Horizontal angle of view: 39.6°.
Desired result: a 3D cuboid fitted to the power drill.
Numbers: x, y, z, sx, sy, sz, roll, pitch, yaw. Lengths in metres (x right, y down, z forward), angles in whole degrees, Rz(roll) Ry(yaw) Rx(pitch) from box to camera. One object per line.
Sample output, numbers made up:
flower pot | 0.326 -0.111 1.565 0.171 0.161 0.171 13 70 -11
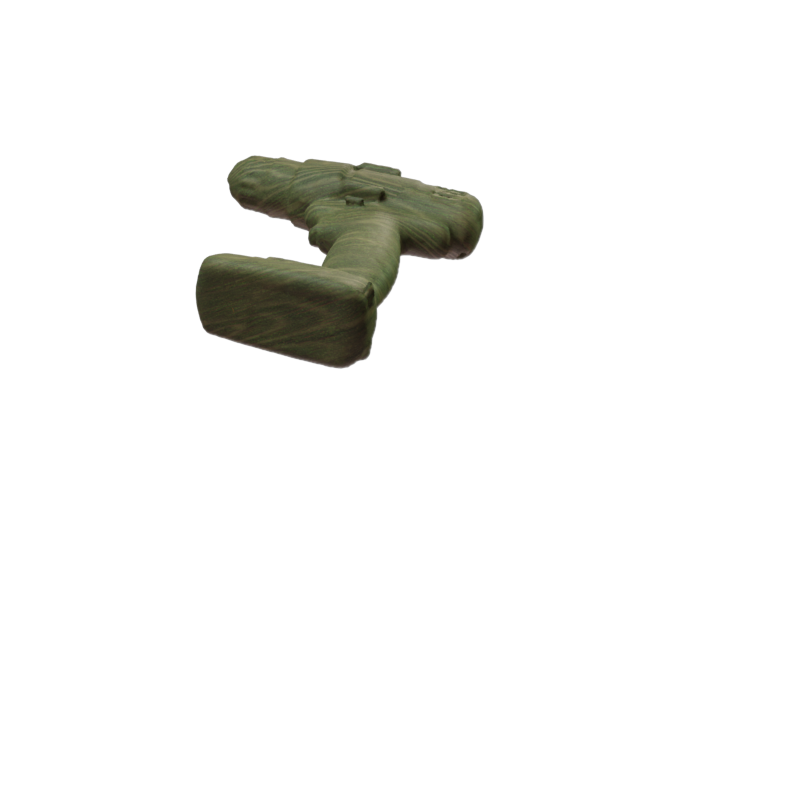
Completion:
power drill | -0.055 -0.101 0.708 0.190 0.054 0.194 12 35 17
